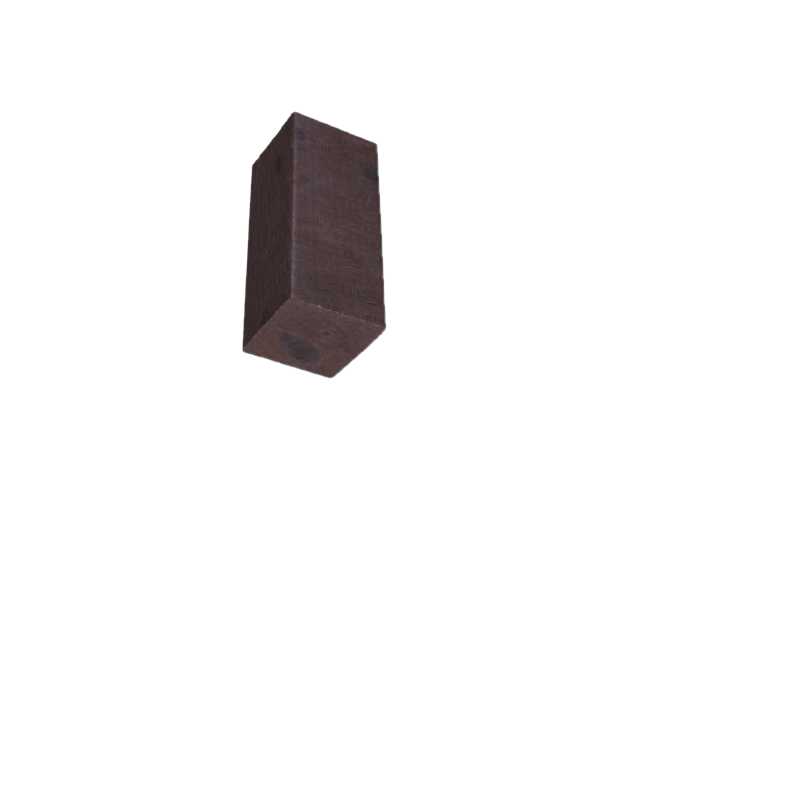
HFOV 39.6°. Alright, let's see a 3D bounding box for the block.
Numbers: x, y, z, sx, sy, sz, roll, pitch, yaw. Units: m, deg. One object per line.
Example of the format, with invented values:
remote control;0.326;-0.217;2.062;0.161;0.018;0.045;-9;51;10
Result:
block;-0.076;-0.137;0.964;0.087;0.221;0.088;18;-41;-26
